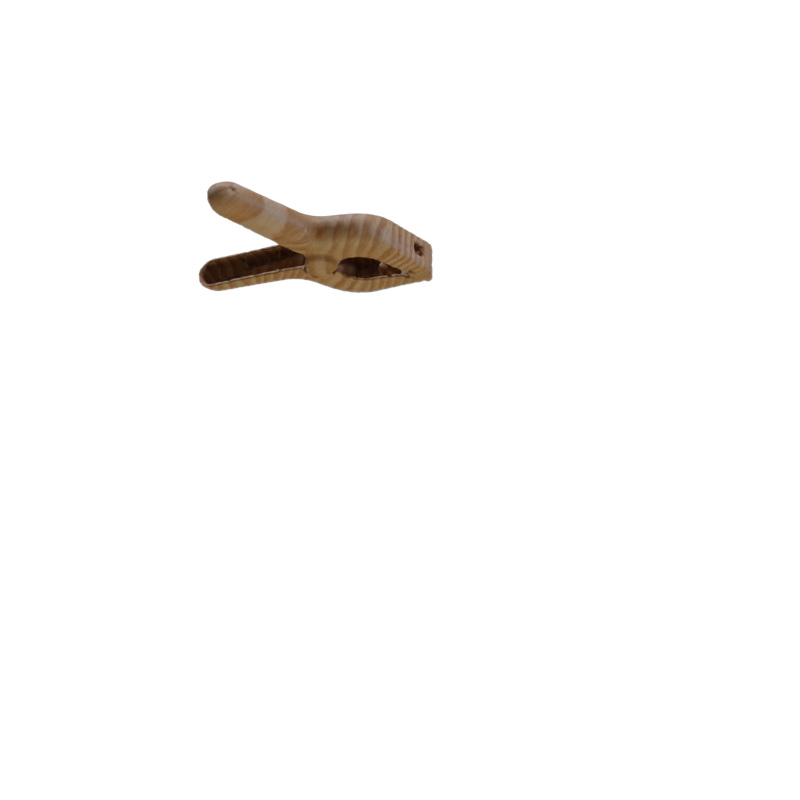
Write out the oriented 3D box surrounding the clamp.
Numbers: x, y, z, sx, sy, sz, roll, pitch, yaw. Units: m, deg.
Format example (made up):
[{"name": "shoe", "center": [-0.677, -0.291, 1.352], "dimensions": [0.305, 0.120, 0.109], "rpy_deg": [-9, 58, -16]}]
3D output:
[{"name": "clamp", "center": [-0.061, -0.111, 0.777], "dimensions": [0.171, 0.041, 0.114], "rpy_deg": [0, -21, 0]}]
